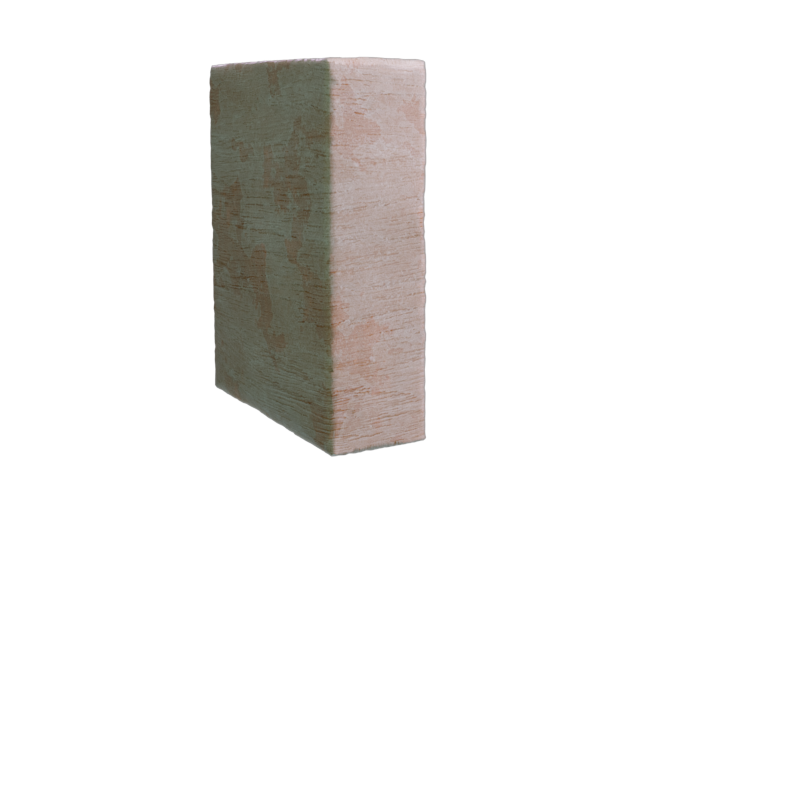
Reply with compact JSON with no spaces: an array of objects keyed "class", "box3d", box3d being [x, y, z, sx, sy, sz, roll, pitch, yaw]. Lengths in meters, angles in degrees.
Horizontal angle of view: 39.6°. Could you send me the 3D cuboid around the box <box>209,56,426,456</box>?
[{"class":"box","box3d":[-0.052,-0.095,0.664,0.070,0.209,0.173,-4,12,-30]}]
